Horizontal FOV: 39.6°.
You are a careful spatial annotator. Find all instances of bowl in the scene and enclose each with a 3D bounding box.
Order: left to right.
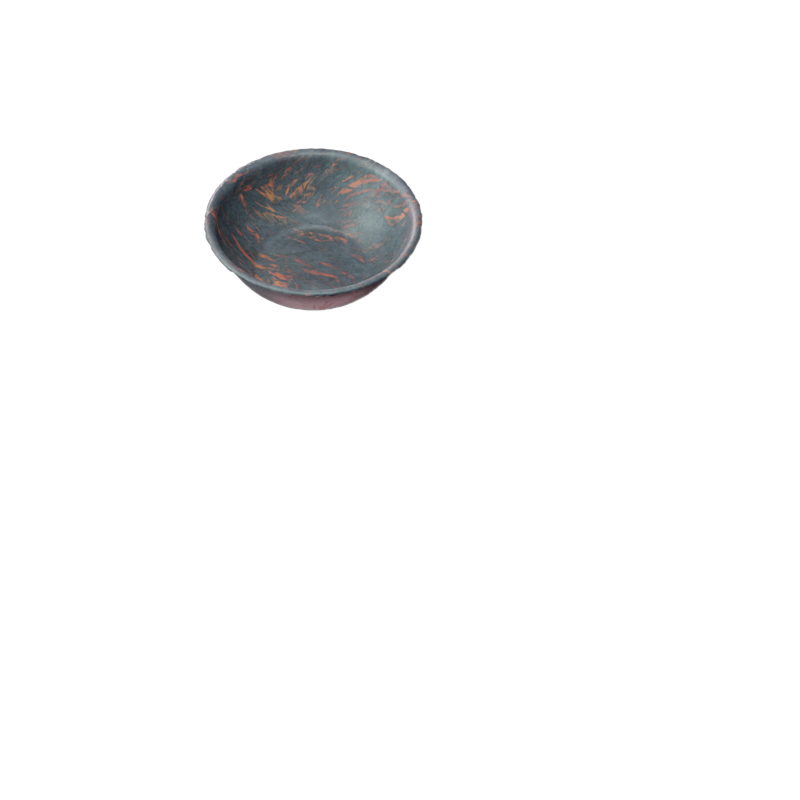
[{"bbox_3d":[-0.066,-0.120,0.839,0.162,0.174,0.051,-1,-43,-1],"label":"bowl"}]
